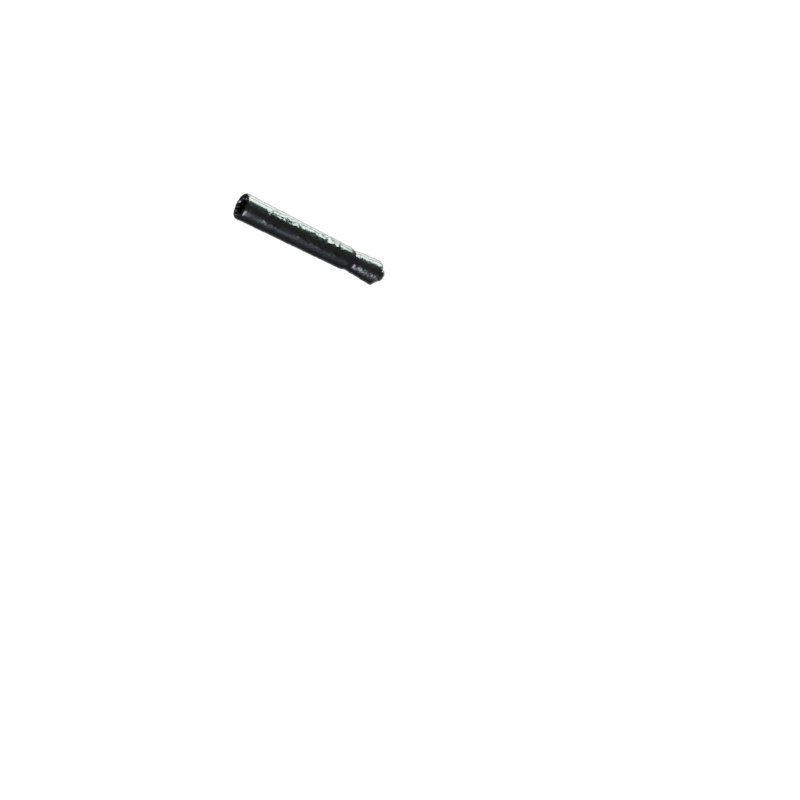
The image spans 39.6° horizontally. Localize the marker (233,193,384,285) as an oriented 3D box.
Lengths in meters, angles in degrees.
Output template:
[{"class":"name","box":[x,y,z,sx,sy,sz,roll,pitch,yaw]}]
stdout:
[{"class":"marker","box":[-0.060,-0.109,0.762,0.114,0.020,0.020,24,-9,-29]}]
